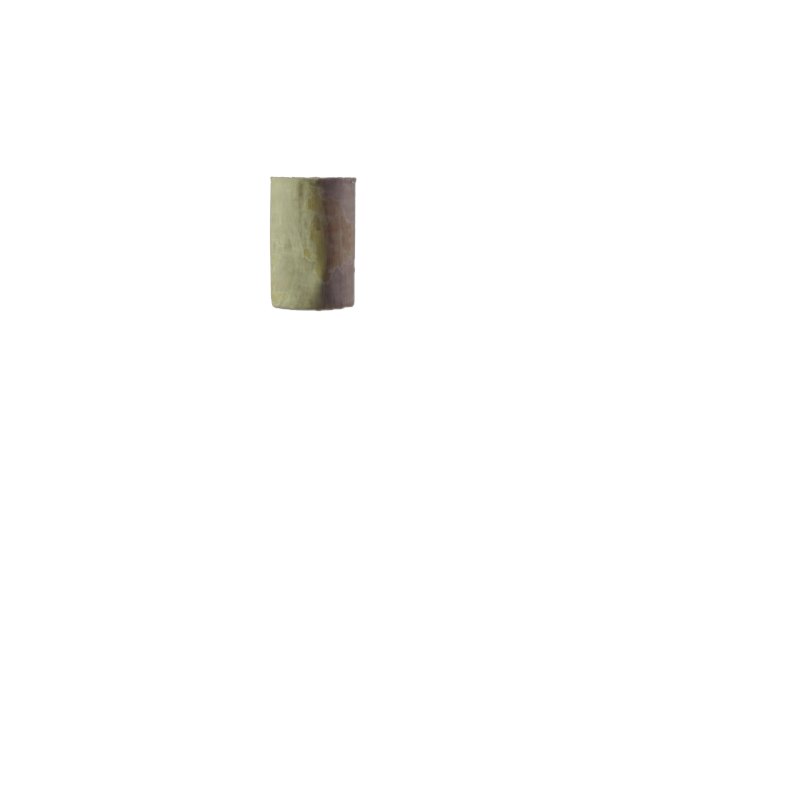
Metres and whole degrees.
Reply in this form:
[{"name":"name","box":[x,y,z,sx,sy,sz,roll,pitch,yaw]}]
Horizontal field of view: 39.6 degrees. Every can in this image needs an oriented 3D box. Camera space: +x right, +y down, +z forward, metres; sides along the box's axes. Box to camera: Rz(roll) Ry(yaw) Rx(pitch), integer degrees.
[{"name":"can","box":[-0.068,-0.124,0.871,0.068,0.101,0.069,0,6,-2]}]
